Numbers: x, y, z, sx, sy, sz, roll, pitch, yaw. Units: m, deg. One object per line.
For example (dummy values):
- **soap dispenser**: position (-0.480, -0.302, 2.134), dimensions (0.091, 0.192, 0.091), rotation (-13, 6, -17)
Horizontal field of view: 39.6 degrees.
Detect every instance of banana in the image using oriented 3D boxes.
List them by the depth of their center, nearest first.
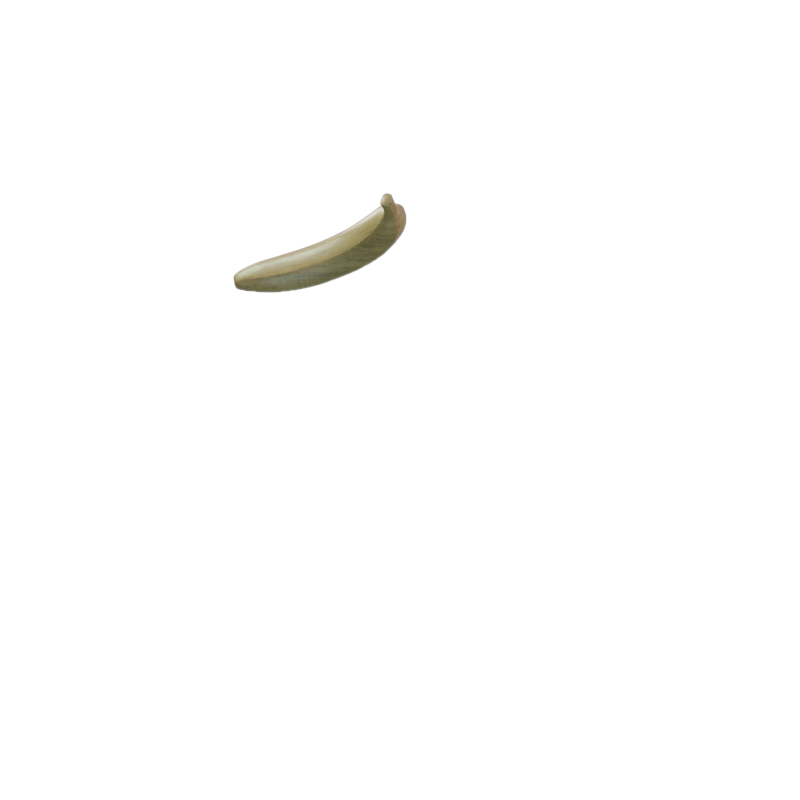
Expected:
- **banana**: position (-0.062, -0.136, 0.996), dimensions (0.198, 0.039, 0.065), rotation (-24, -37, 35)
